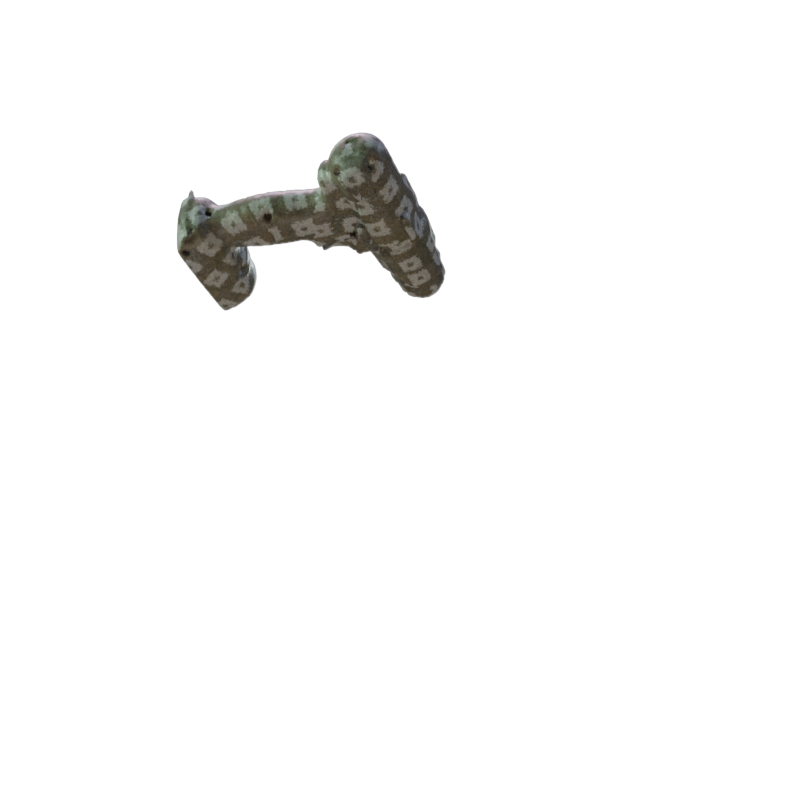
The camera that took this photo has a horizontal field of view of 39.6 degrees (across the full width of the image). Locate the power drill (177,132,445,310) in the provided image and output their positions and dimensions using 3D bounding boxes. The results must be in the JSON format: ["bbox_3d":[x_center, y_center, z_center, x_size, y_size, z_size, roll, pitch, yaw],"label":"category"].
[{"bbox_3d":[-0.070,-0.127,0.889,0.190,0.061,0.170,-12,-37,16],"label":"power drill"}]
